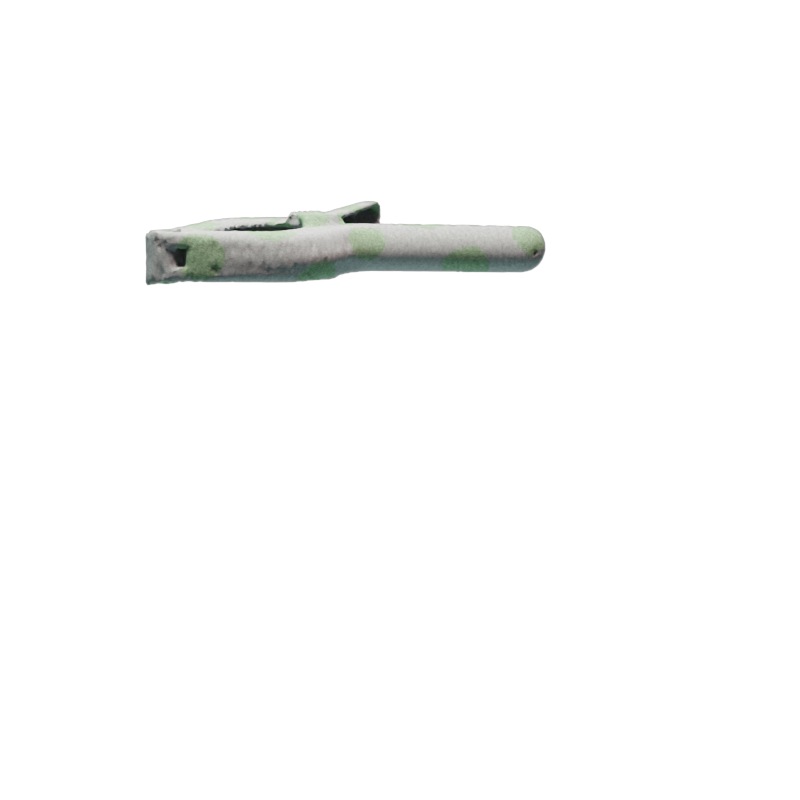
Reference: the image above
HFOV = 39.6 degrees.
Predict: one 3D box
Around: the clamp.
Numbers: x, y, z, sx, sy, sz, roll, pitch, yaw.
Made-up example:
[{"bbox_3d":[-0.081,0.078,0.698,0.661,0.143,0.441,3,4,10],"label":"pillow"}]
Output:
[{"bbox_3d":[-0.049,-0.090,0.628,0.205,0.035,0.173,-8,17,-27],"label":"clamp"}]
